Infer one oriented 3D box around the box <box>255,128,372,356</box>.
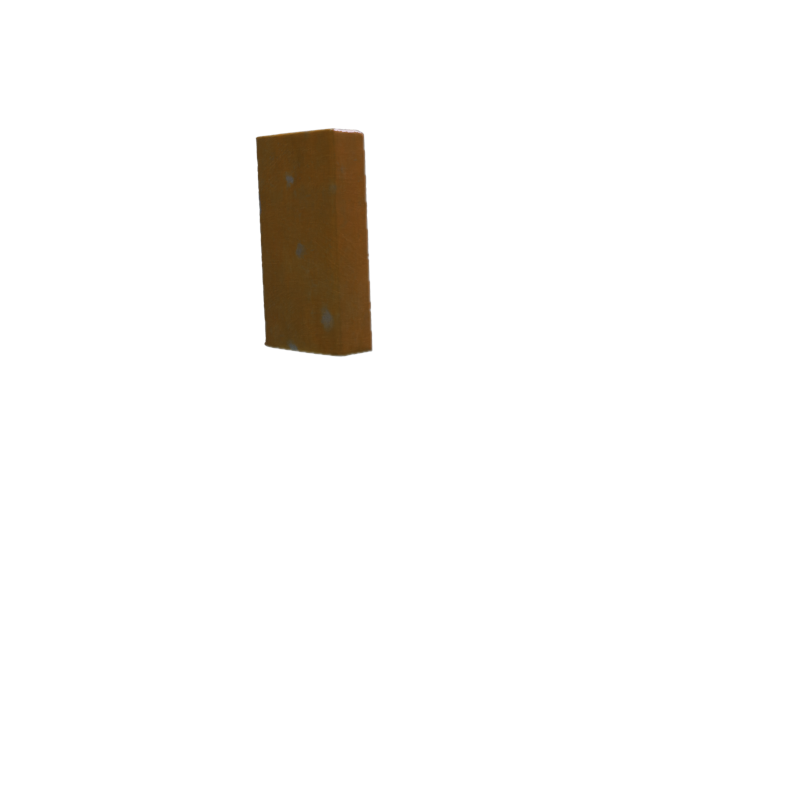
[{"bbox_3d":[-0.069,-0.127,0.892,0.097,0.176,0.046,3,3,45],"label":"box"}]
